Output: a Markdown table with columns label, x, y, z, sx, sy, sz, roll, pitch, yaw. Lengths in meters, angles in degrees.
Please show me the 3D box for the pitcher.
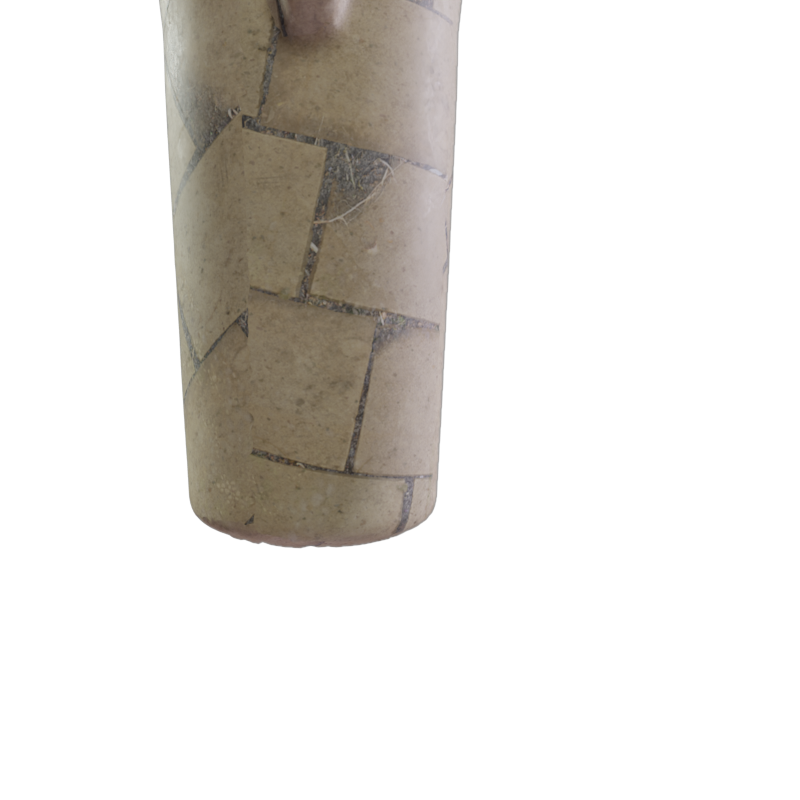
| label | x | y | z | sx | sy | sz | roll | pitch | yaw |
| --- | --- | --- | --- | --- | --- | --- | --- | --- | --- |
| pitcher | -0.039 | -0.071 | 0.494 | 0.151 | 0.242 | 0.144 | 2 | 4 | 41 |
